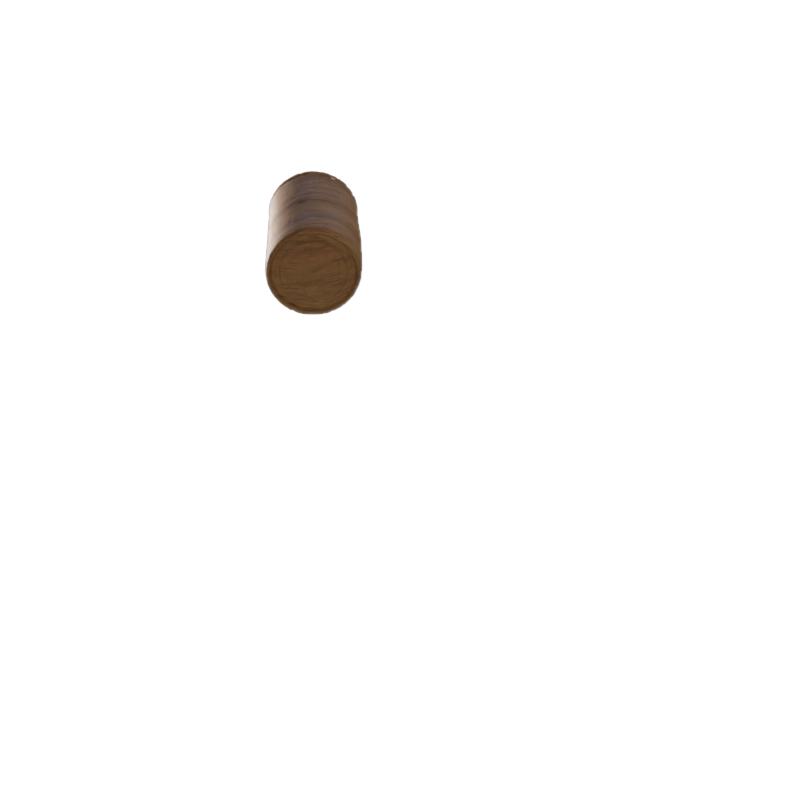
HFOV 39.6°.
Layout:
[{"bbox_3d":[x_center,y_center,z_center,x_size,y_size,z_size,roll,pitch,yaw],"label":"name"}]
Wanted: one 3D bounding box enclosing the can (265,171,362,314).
[{"bbox_3d":[-0.062,-0.114,0.797,0.068,0.065,0.109,-1,31,-3],"label":"can"}]
